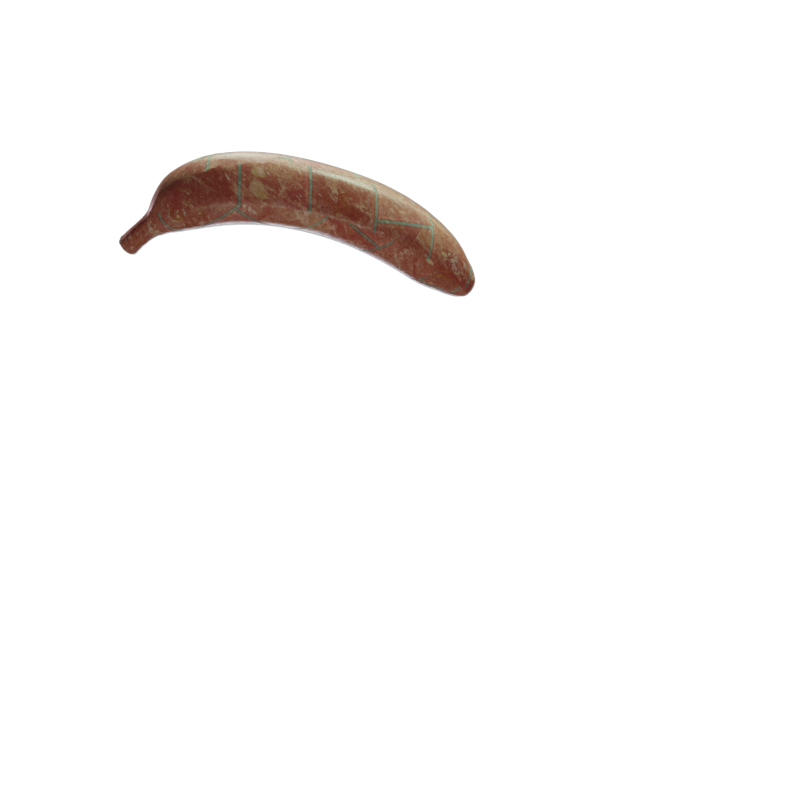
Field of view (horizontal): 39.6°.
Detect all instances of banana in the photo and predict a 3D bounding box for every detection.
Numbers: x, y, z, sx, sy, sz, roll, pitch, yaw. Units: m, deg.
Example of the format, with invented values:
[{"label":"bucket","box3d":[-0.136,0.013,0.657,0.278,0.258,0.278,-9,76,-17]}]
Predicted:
[{"label":"banana","box3d":[-0.045,-0.096,0.589,0.194,0.039,0.066,8,-37,-12]}]
